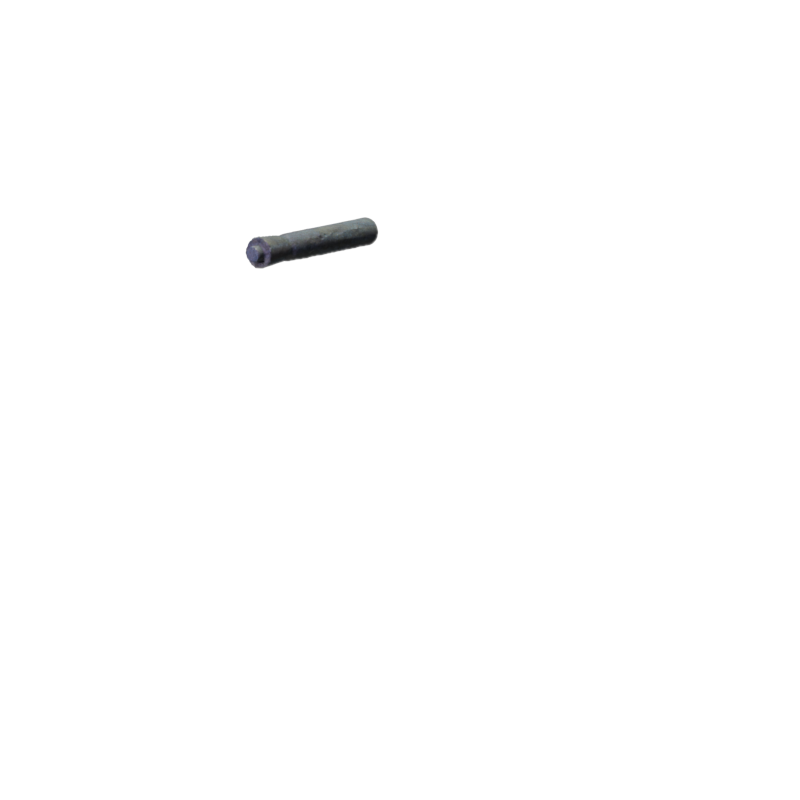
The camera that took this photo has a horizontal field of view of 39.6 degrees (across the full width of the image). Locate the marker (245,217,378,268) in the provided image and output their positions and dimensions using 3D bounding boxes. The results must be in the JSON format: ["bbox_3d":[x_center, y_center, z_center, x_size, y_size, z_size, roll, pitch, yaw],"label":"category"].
[{"bbox_3d":[-0.054,-0.098,0.689,0.020,0.019,0.119,3,15,33],"label":"marker"}]
